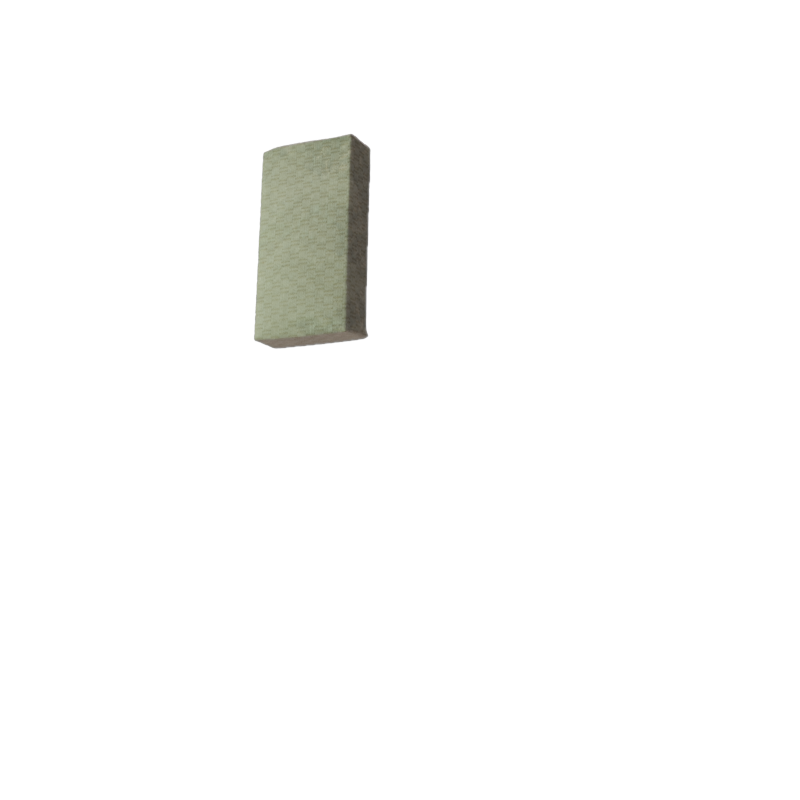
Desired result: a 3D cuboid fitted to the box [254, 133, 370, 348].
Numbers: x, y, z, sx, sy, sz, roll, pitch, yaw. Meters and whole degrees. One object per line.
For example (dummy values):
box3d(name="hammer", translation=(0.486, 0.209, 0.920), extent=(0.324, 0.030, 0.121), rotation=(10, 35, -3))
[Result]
box3d(name="box", translation=(-0.076, -0.137, 0.961), extent=(0.095, 0.183, 0.045), rotation=(-8, -16, 25))
